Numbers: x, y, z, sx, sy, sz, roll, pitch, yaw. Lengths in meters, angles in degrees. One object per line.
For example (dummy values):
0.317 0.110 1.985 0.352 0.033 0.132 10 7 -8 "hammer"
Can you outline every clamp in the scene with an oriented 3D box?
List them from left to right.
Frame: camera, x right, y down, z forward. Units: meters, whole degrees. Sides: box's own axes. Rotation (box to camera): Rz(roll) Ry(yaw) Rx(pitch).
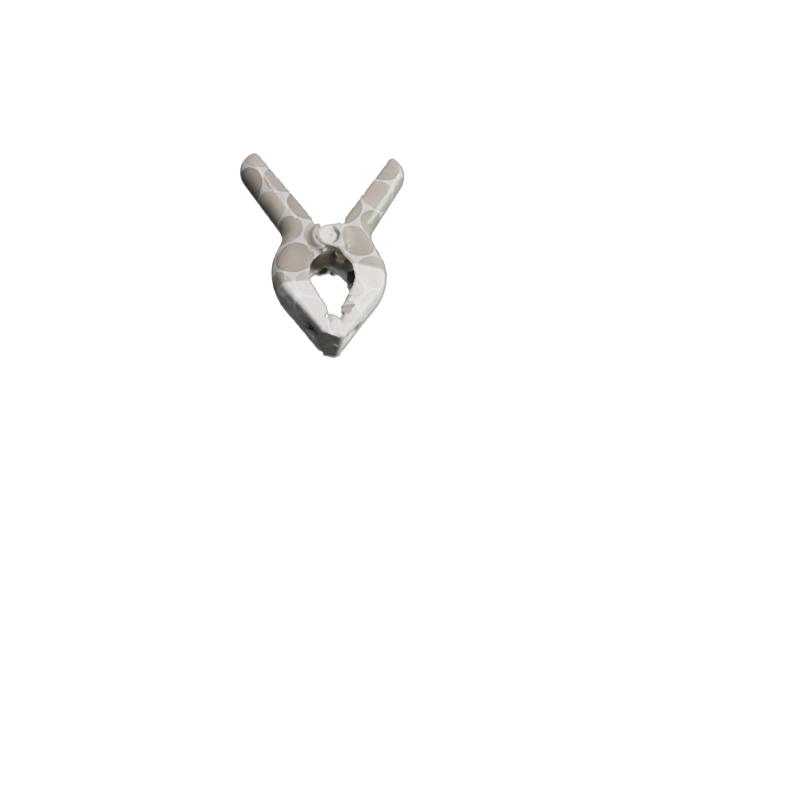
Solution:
-0.061 -0.111 0.778 0.121 0.183 0.037 3 -38 2 "clamp"
